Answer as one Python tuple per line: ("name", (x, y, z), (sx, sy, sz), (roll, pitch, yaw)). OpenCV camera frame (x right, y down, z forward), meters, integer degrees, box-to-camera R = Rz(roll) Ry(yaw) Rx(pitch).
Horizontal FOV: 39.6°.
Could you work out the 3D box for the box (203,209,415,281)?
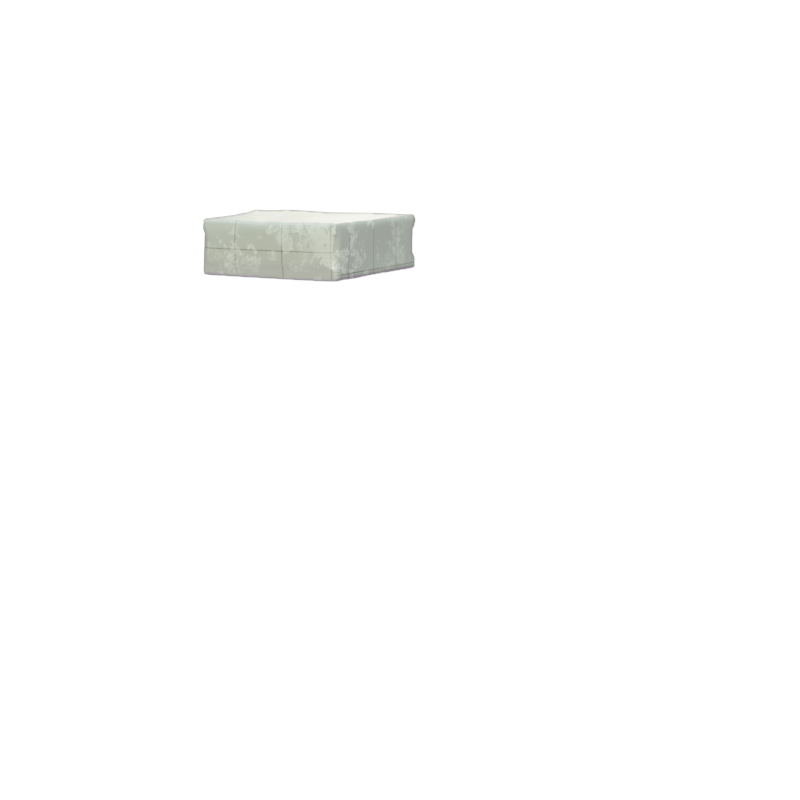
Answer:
("box", (-0.043, -0.078, 0.548), (0.076, 0.030, 0.088), (6, 13, 27))
